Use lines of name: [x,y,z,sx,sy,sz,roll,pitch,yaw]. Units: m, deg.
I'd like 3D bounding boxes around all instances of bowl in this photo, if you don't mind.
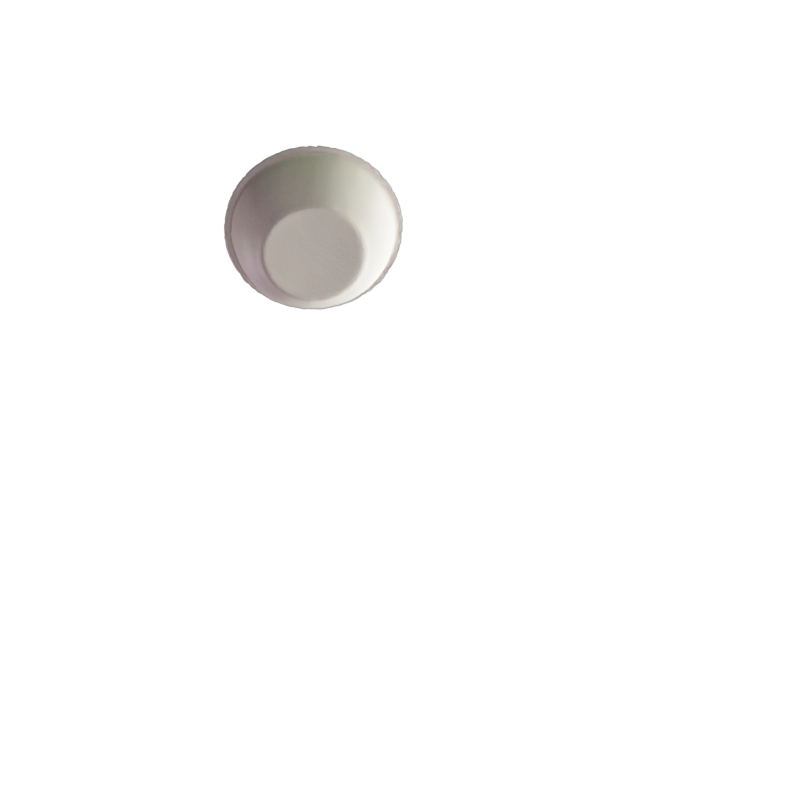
bowl: [-0.077,-0.140,0.978,0.162,0.153,0.058,1,27,-1]
